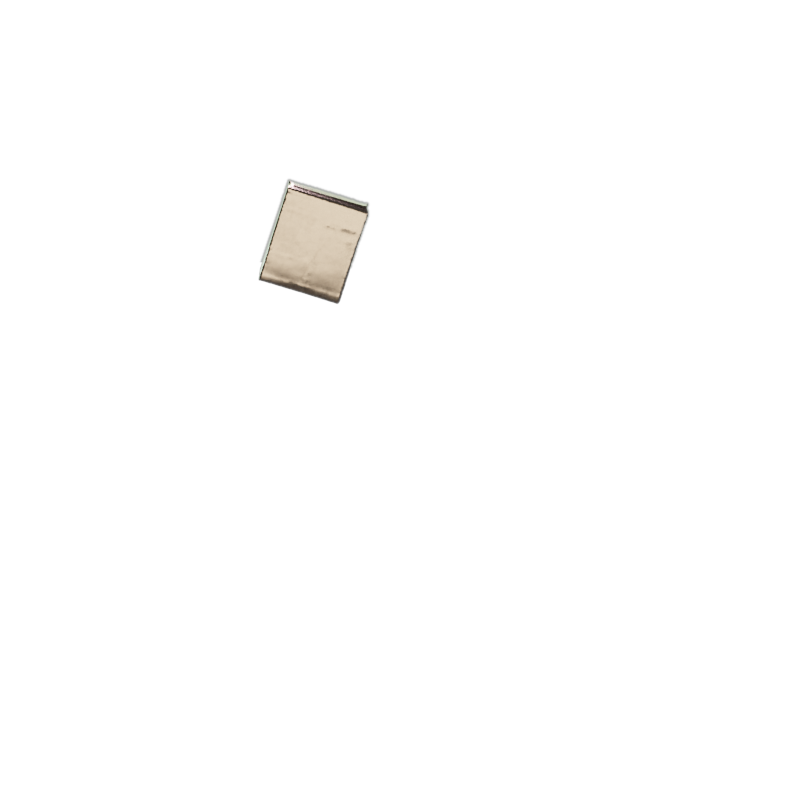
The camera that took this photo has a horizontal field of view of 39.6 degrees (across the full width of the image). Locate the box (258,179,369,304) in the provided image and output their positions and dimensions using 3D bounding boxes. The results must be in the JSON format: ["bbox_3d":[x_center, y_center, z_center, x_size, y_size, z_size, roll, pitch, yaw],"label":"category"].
[{"bbox_3d":[-0.074,-0.136,0.950,0.072,0.087,0.031,17,16,-6],"label":"box"}]
